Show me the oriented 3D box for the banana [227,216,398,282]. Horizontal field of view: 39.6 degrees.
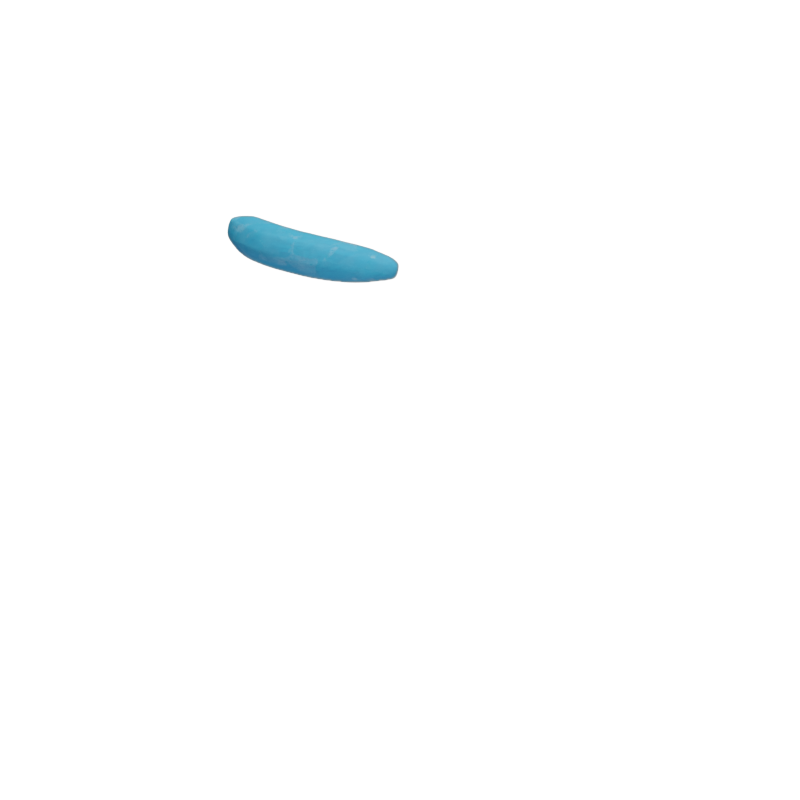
[{"bbox_3d":[-0.093,-0.138,0.985,0.069,0.035,0.210,-22,33,-40],"label":"banana"}]
